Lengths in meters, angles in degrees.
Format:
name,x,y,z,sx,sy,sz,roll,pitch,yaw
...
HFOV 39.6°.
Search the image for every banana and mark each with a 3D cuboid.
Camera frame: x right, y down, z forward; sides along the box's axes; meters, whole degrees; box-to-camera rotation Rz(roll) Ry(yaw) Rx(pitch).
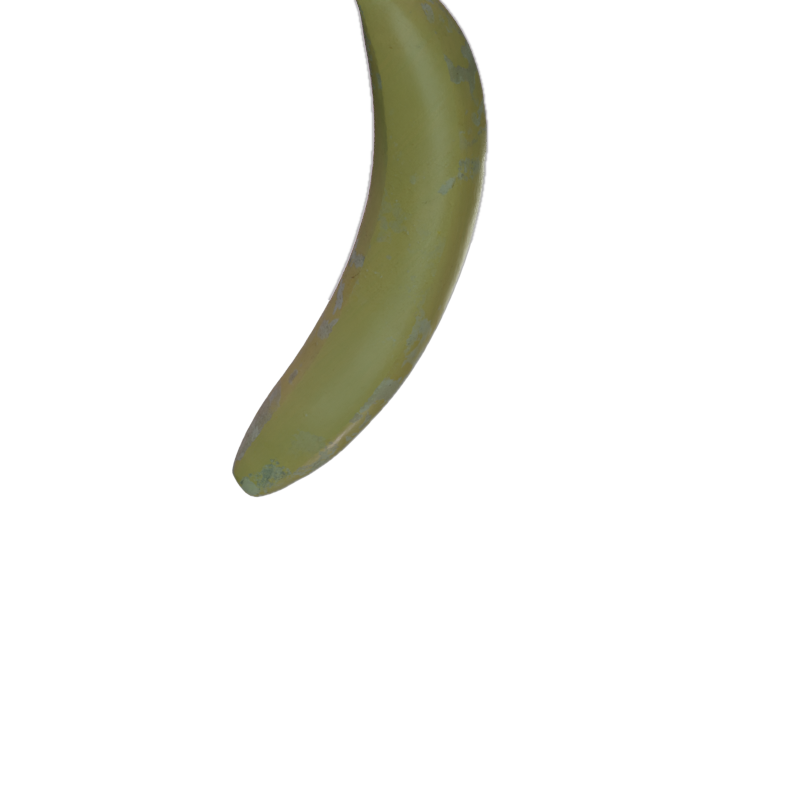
name,x,y,z,sx,sy,sz,roll,pitch,yaw
banana,-0.010,-0.054,0.374,0.069,0.191,0.038,9,18,-4
